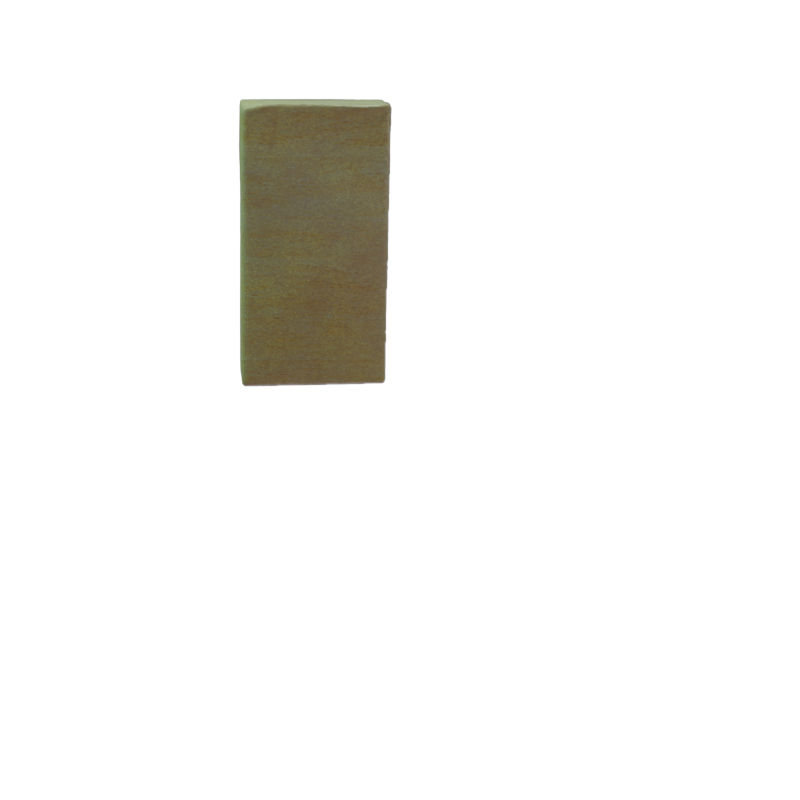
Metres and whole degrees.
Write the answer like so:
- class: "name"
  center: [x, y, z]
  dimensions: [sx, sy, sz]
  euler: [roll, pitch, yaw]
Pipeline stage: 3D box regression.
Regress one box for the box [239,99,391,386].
- class: "box"
  center: [-0.054, -0.099, 0.694]
  dimensions: [0.093, 0.170, 0.050]
  euler: [-1, 14, -7]
